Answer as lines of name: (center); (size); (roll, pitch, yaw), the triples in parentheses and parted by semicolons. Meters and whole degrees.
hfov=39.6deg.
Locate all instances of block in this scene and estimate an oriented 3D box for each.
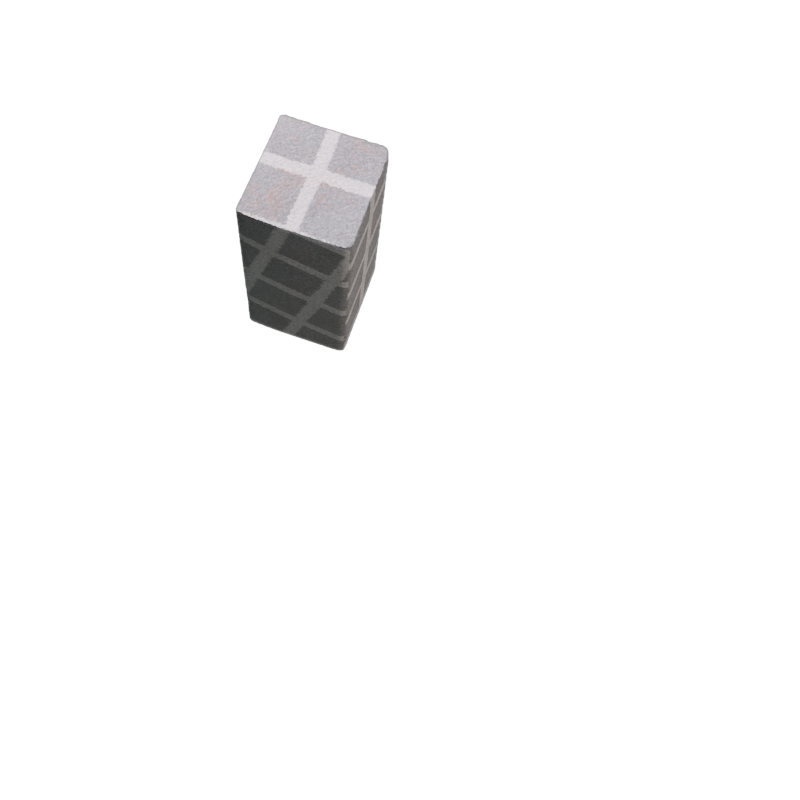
block: (-0.069, -0.127, 0.892); (0.091, 0.094, 0.196); (20, -21, 4)
